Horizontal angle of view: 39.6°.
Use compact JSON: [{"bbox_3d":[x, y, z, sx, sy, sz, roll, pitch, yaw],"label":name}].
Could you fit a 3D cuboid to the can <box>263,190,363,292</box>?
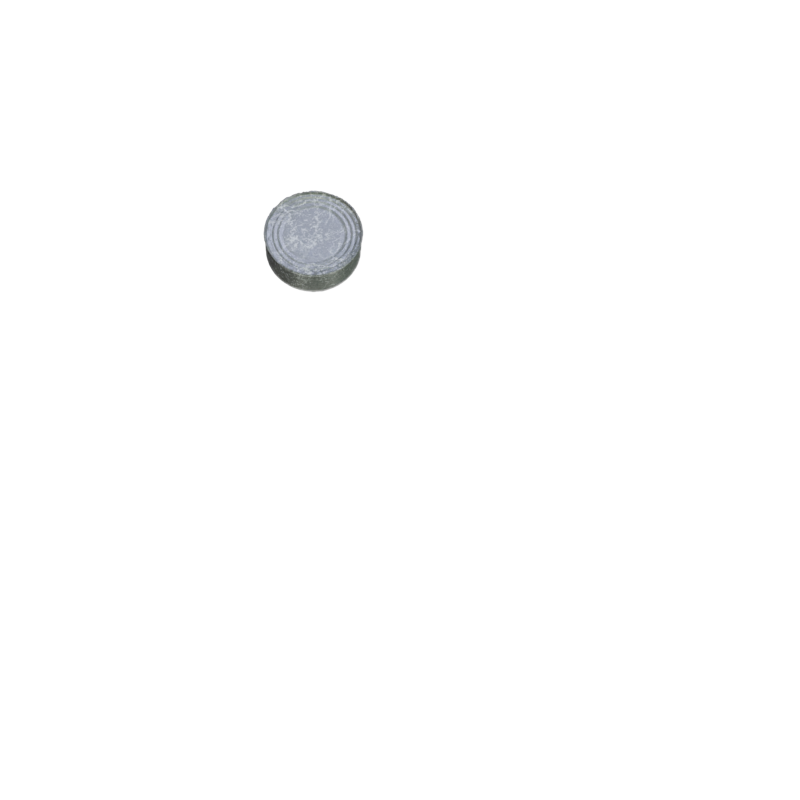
[{"bbox_3d":[-0.076,-0.139,0.970,0.086,0.091,0.032,-1,-28,-1],"label":"can"}]
